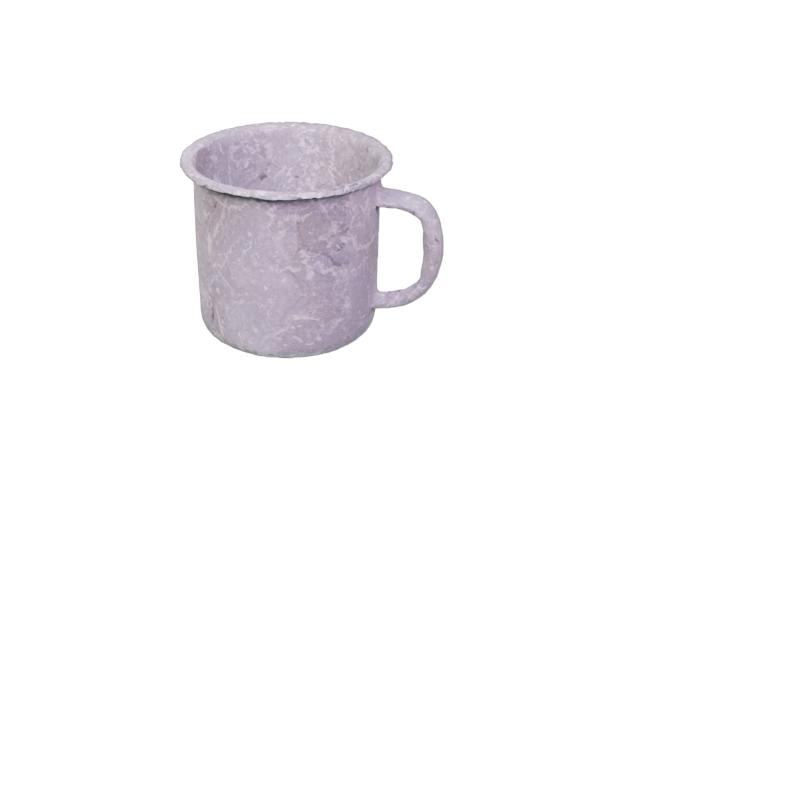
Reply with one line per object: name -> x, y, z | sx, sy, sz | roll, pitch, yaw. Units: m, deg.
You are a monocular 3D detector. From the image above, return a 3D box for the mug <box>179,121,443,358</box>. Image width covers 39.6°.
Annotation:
mug -> -0.039, -0.071, 0.497 | 0.119, 0.077, 0.097 | 6, 29, 9
